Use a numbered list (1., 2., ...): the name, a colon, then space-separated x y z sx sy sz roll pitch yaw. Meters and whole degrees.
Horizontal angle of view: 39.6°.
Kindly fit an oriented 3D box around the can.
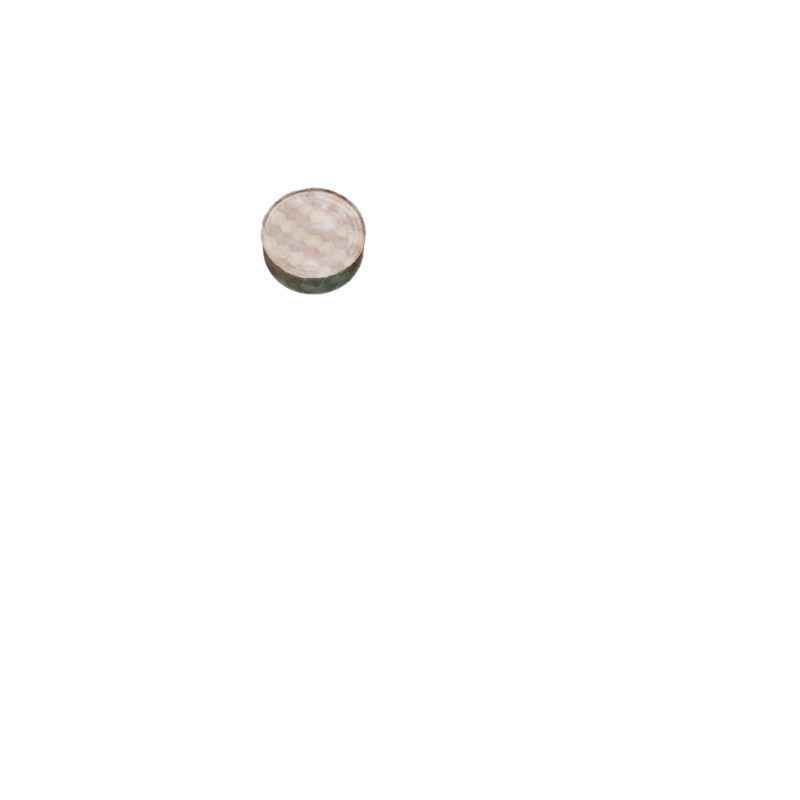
1. can: -0.072 -0.131 0.915 0.086 0.091 0.032 -1 -27 -1
